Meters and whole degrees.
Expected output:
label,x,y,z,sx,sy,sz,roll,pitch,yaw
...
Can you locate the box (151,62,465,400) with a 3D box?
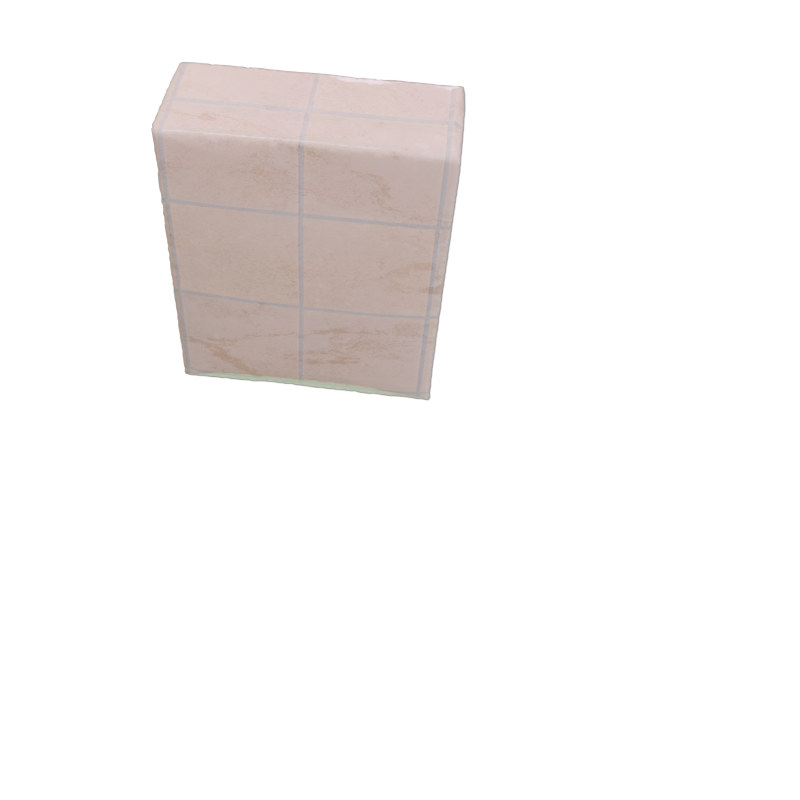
label,x,y,z,sx,sy,sz,roll,pitch,yaw
box,-0.052,-0.095,0.666,0.165,0.076,0.199,7,-40,3
